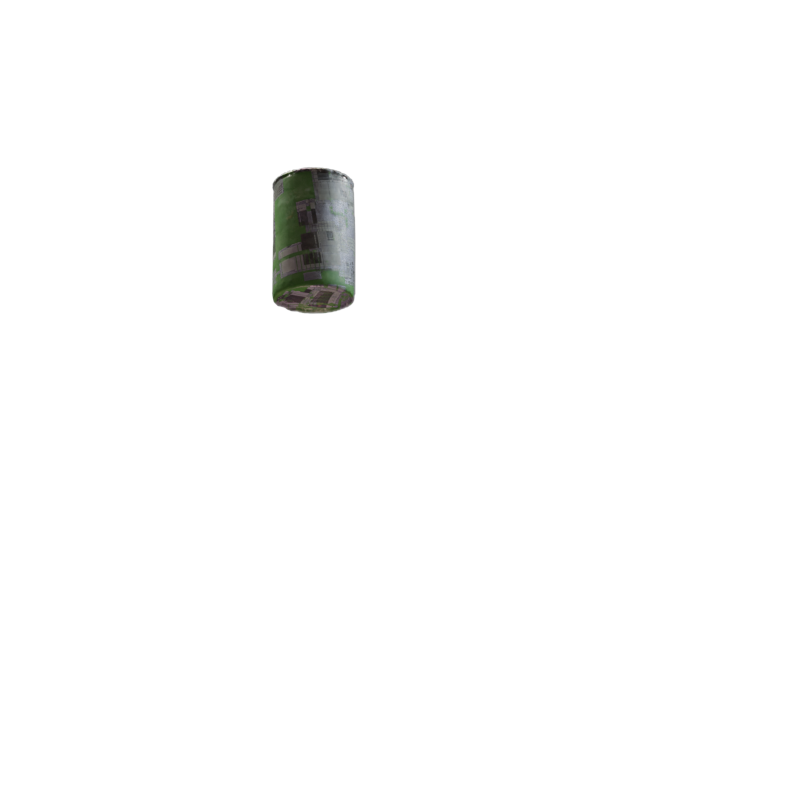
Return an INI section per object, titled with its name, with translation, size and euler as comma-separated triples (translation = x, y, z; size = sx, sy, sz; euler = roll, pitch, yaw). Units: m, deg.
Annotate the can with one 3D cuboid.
[can]
translation = -0.070, -0.129, 0.900
size = 0.068, 0.107, 0.065
euler = 0, -20, -2
